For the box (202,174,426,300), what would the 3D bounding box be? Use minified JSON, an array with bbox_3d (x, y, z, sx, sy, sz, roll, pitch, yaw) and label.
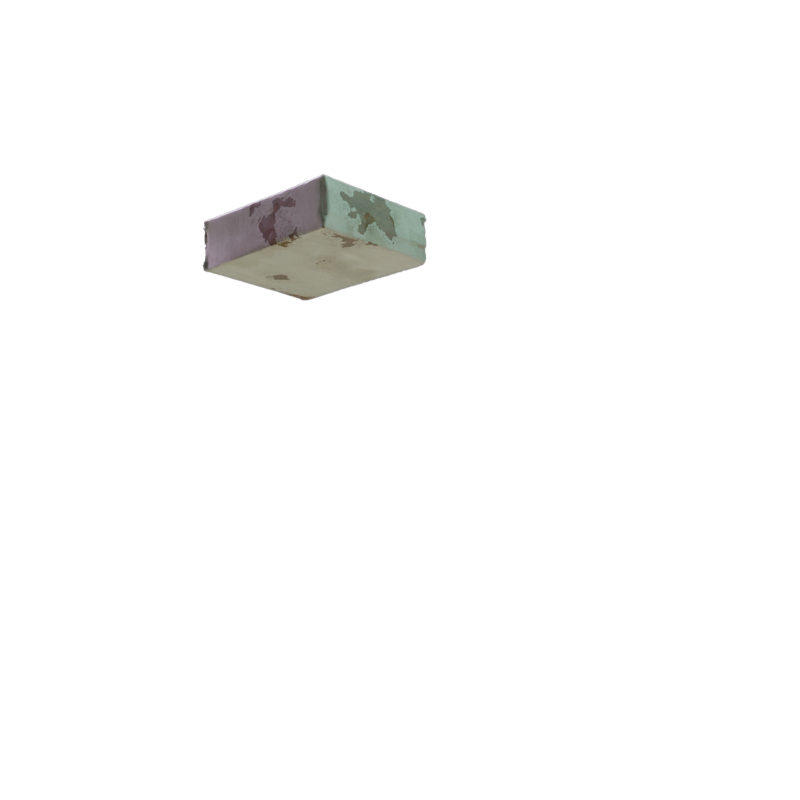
[{"bbox_3d":[-0.054,-0.098,0.689,0.115,0.041,0.085,-14,-21,42],"label":"box"}]
